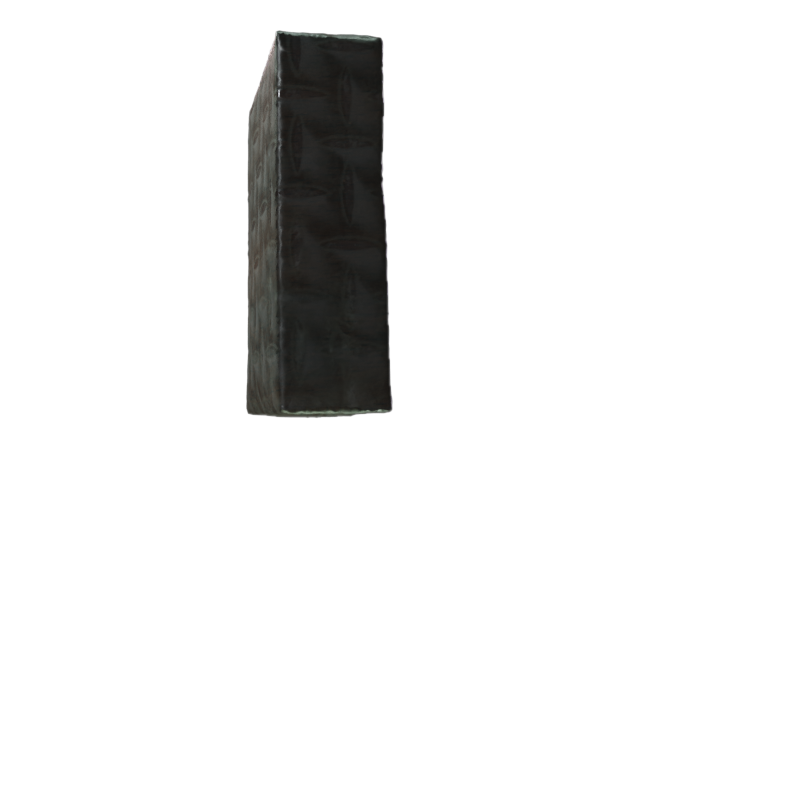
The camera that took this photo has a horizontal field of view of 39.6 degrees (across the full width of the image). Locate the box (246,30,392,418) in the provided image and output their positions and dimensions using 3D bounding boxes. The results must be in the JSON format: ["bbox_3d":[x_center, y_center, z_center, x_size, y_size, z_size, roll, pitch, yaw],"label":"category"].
[{"bbox_3d":[-0.053,-0.098,0.683,0.071,0.218,0.164,1,-7,-13],"label":"box"}]
